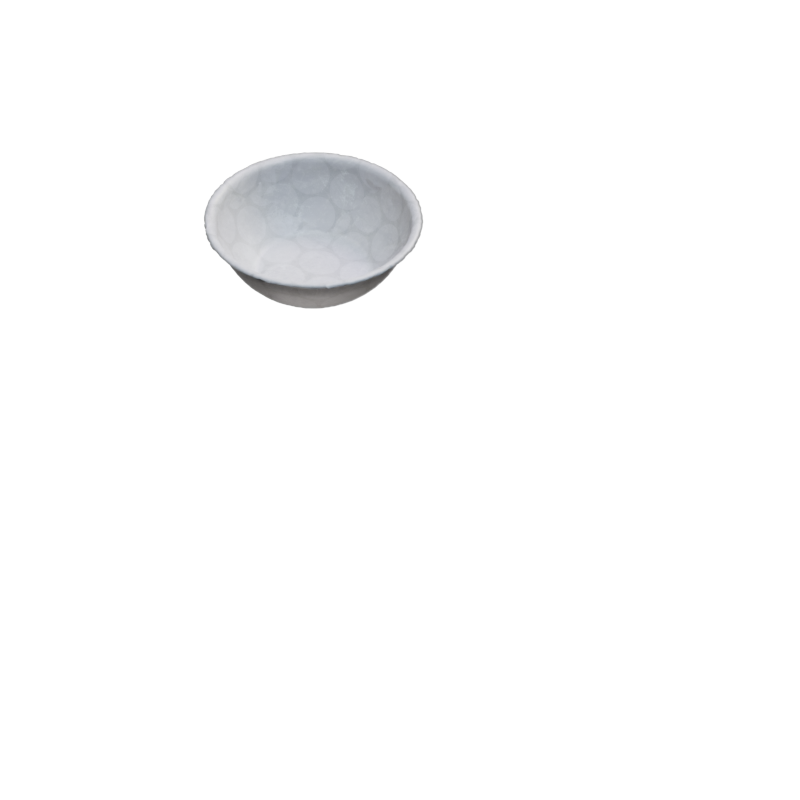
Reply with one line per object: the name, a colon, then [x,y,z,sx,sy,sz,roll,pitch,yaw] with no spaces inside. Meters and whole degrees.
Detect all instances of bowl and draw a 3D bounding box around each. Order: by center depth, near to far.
bowl: [-0.065,-0.119,0.836,0.162,0.051,0.174,-1,44,-1]
